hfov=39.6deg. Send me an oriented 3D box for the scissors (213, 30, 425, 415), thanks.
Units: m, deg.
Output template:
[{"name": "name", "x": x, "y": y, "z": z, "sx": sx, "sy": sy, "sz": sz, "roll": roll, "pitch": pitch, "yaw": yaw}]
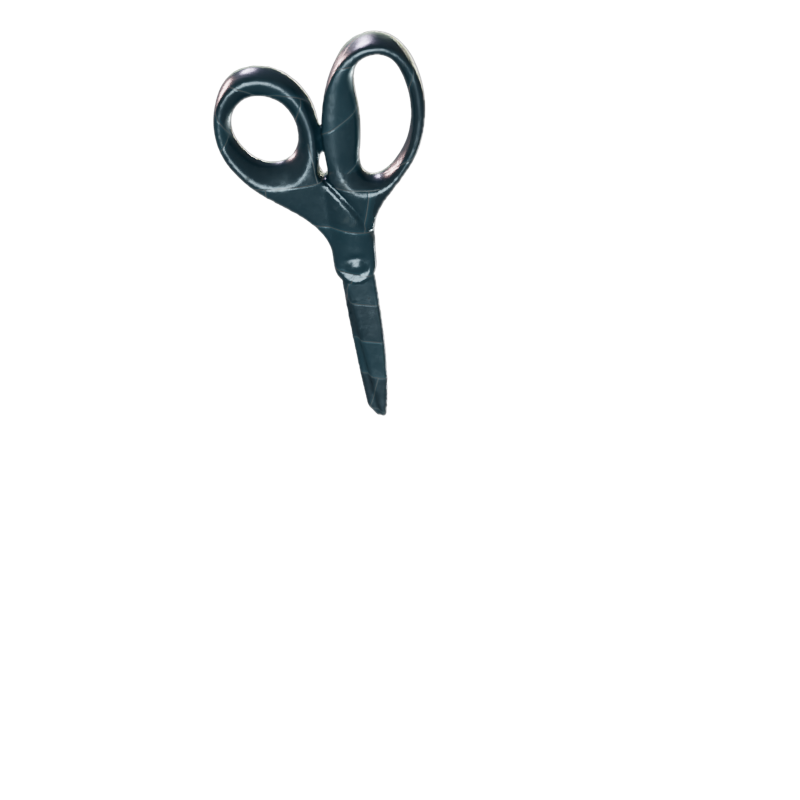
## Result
[{"name": "scissors", "x": -0.039, "y": -0.070, "z": 0.492, "sx": 0.095, "sy": 0.190, "sz": 0.017, "roll": 7, "pitch": 37, "yaw": -6}]
